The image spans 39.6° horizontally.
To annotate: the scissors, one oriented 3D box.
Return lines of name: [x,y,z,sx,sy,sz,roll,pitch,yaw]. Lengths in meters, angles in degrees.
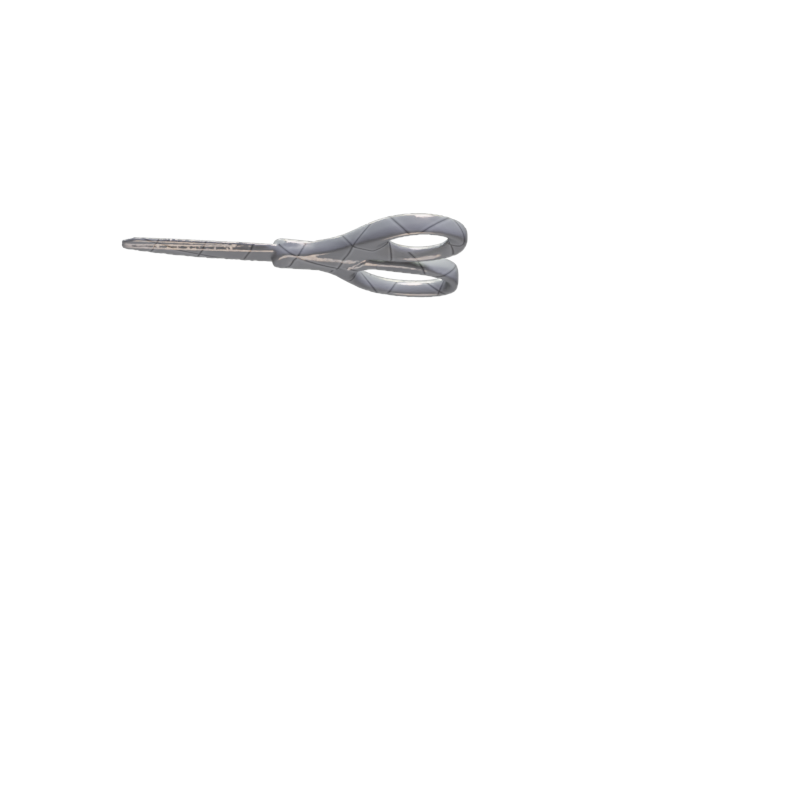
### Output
scissors: [-0.050,-0.091,0.636,0.195,0.017,0.094,9,-23,-21]
